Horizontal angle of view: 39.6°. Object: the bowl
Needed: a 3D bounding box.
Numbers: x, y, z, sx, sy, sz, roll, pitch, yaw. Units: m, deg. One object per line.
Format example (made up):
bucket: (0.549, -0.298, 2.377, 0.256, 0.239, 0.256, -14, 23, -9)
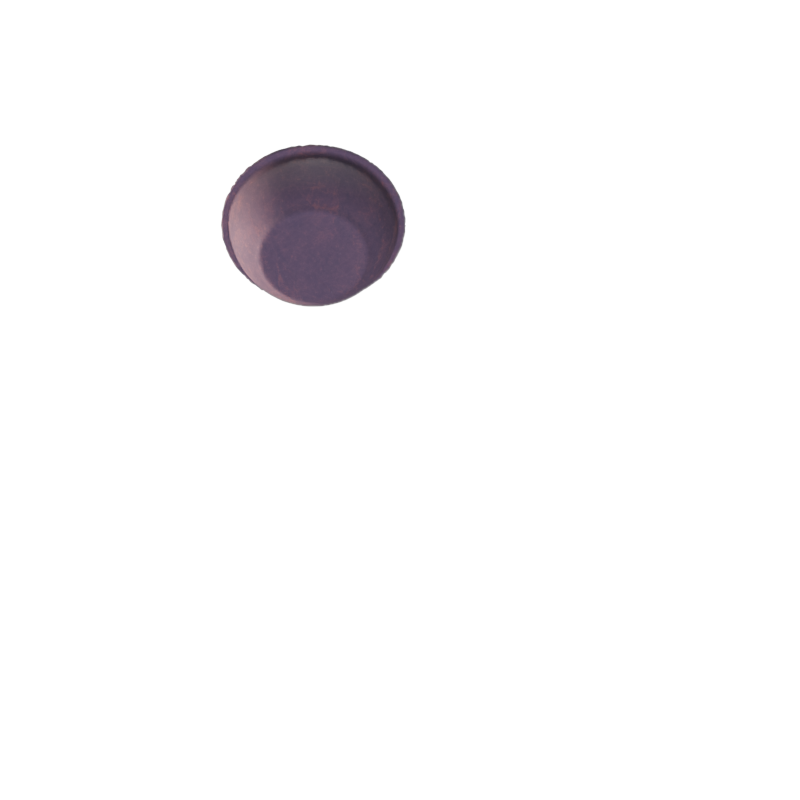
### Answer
bowl: (-0.074, -0.136, 0.951, 0.162, 0.152, 0.059, 1, 34, -1)
